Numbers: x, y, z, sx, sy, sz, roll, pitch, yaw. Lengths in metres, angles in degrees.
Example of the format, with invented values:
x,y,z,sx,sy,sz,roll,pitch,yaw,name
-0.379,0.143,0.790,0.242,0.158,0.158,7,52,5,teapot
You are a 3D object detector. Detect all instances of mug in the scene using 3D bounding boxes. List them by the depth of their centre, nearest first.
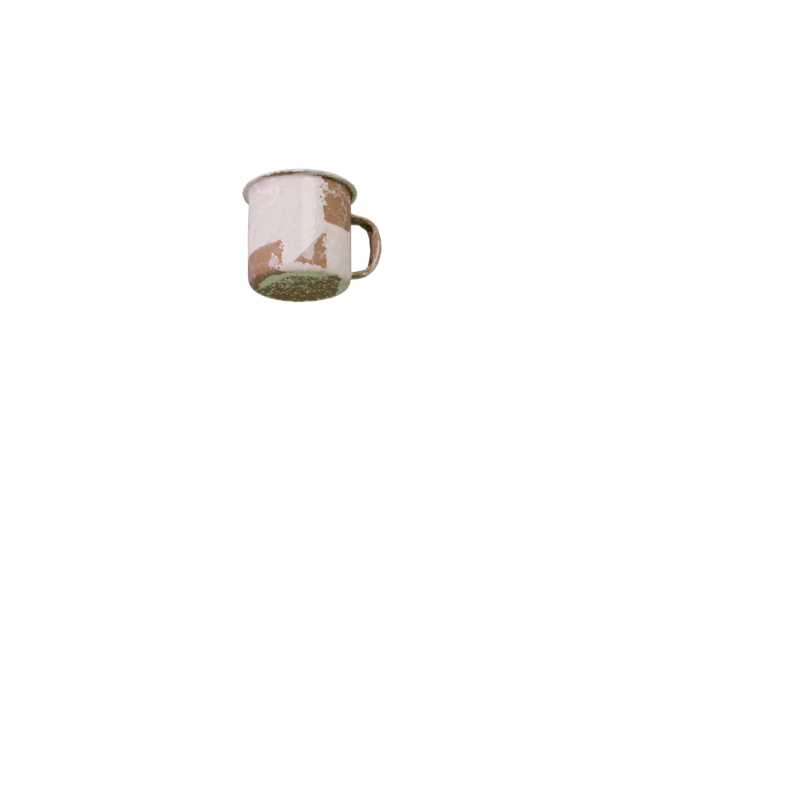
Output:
x,y,z,sx,sy,sz,roll,pitch,yaw,name
-0.069,-0.126,0.886,0.113,0.085,0.093,8,-19,-25,mug
